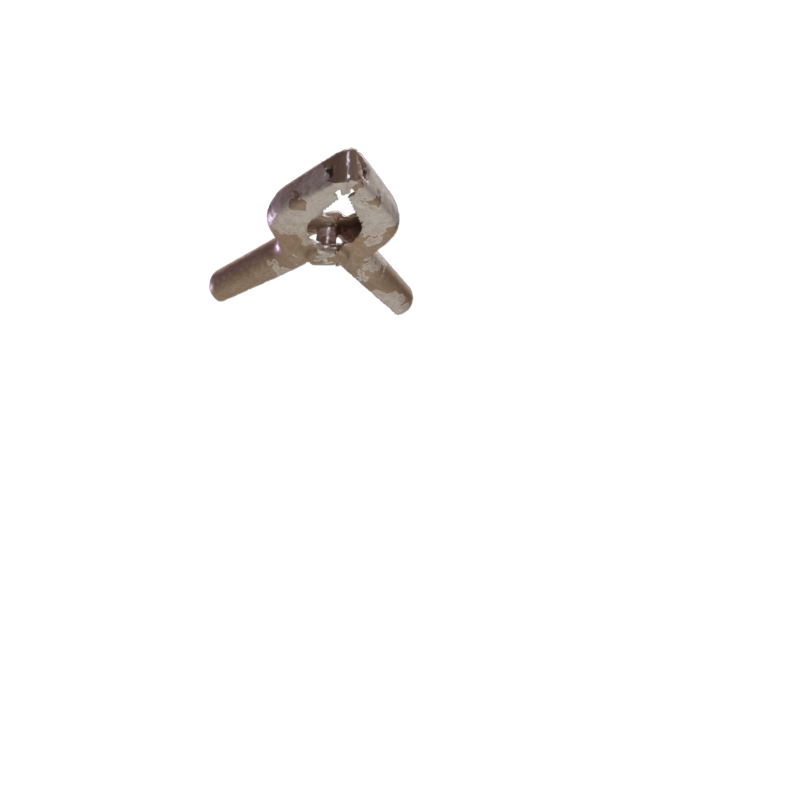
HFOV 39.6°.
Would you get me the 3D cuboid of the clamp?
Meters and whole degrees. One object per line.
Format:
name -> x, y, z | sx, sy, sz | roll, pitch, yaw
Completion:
clamp -> -0.064, -0.118, 0.824 | 0.164, 0.038, 0.199 | 1, -23, -3
